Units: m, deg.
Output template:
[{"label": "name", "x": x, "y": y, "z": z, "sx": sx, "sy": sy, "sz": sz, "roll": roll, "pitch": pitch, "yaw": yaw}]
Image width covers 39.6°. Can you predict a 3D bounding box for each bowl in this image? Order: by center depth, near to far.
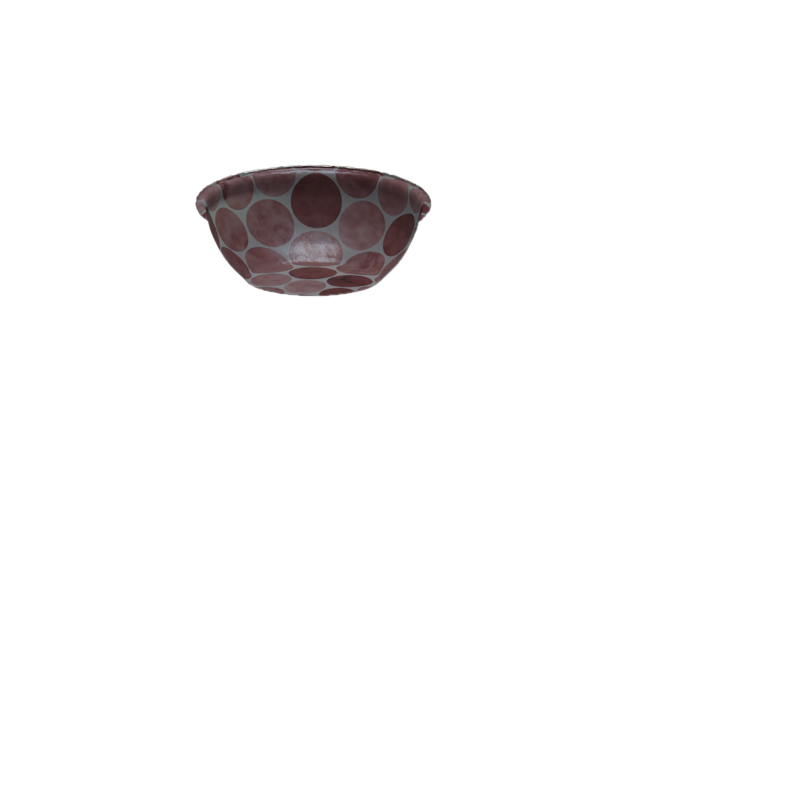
[{"label": "bowl", "x": -0.059, "y": -0.108, "z": 0.753, "sx": 0.162, "sy": 0.057, "sz": 0.157, "roll": 0, "pitch": -10, "yaw": -2}]
